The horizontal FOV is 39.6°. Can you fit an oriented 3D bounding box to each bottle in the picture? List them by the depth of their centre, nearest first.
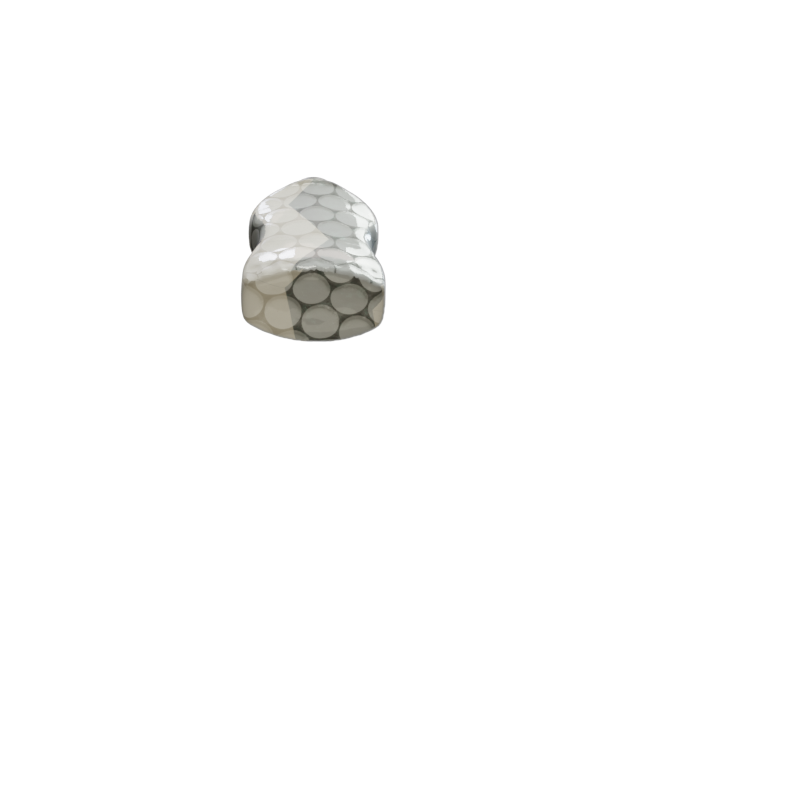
[{"bbox_3d":[-0.063,-0.115,0.810,0.096,0.055,0.204,-1,33,-3],"label":"bottle"}]
